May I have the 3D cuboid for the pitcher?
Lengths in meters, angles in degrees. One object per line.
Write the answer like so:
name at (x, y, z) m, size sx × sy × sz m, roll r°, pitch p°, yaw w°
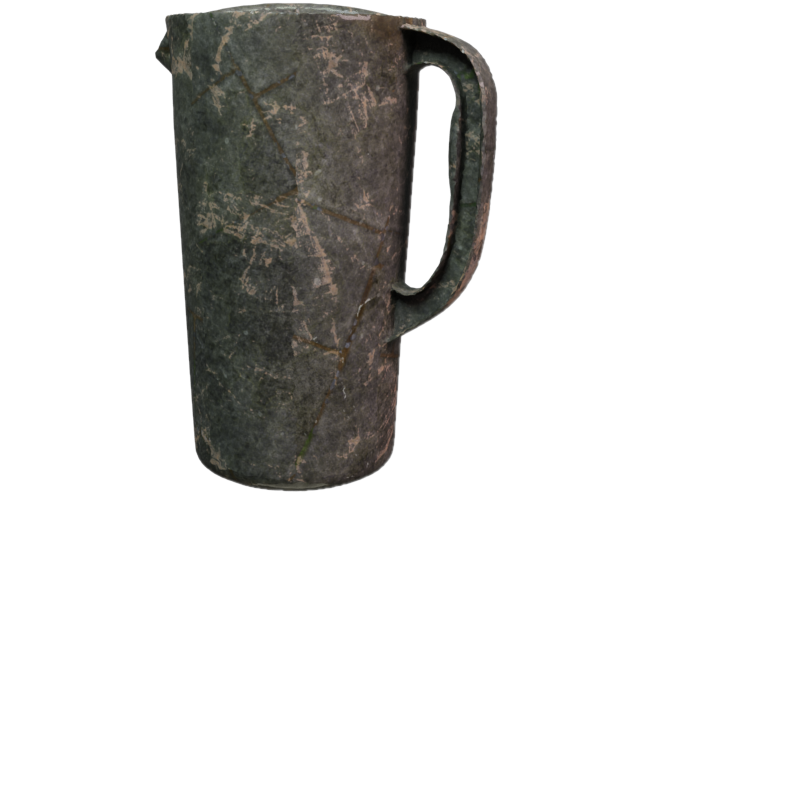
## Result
pitcher at (-0.045, -0.082, 0.577) m, size 0.142 × 0.237 × 0.156 m, roll -4°, pitch 12°, yaw -21°
